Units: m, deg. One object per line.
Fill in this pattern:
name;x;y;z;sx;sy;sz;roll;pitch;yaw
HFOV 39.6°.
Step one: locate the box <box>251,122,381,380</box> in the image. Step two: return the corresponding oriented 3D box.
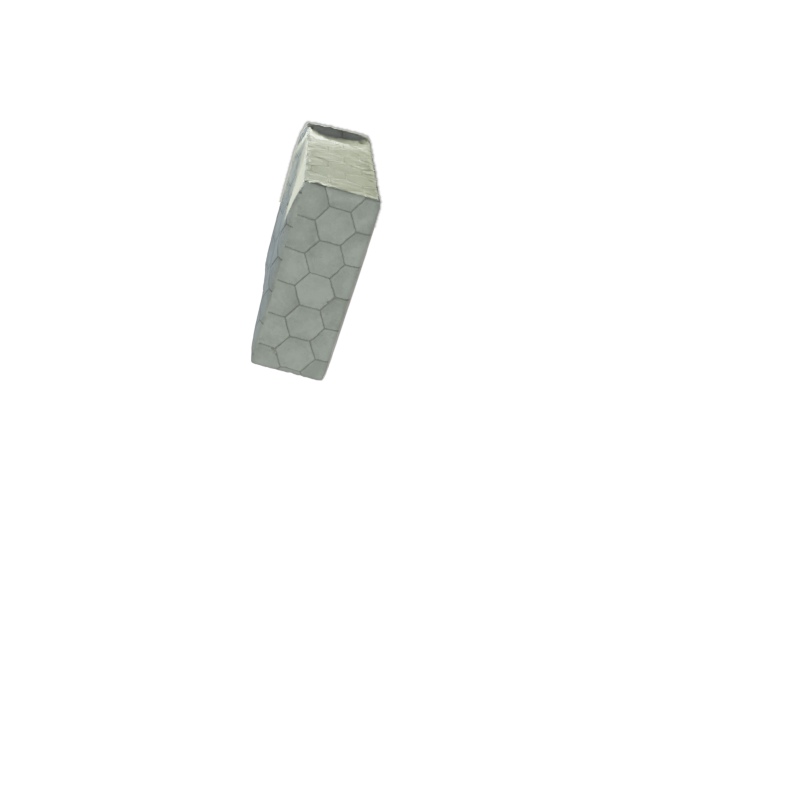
box;-0.077;-0.140;0.980;0.071;0.158;0.225;15;22;-11
